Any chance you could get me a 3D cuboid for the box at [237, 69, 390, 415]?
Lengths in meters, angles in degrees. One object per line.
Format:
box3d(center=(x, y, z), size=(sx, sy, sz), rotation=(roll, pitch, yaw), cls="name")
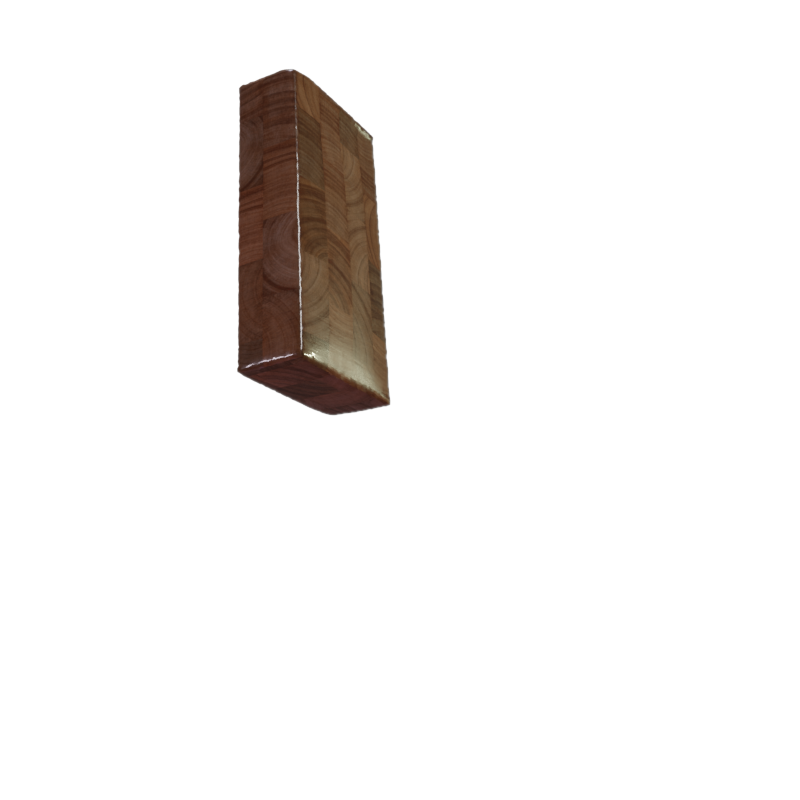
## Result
box3d(center=(-0.048, -0.088, 0.617), size=(0.049, 0.186, 0.087), rotation=(-15, -27, 27), cls="box")
